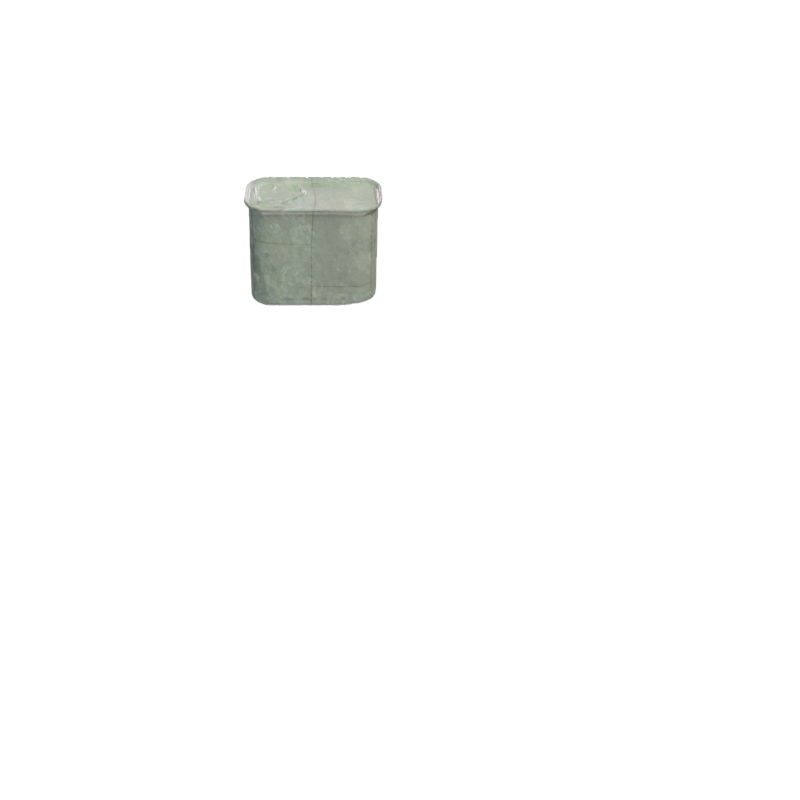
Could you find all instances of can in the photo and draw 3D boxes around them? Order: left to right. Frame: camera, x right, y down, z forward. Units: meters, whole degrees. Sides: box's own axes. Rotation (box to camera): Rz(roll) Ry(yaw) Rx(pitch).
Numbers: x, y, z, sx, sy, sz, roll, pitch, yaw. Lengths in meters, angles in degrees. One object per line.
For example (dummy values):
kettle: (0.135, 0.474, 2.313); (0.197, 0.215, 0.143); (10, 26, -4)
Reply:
can: (-0.066, -0.120, 0.842); (0.102, 0.079, 0.061); (1, 31, -1)
